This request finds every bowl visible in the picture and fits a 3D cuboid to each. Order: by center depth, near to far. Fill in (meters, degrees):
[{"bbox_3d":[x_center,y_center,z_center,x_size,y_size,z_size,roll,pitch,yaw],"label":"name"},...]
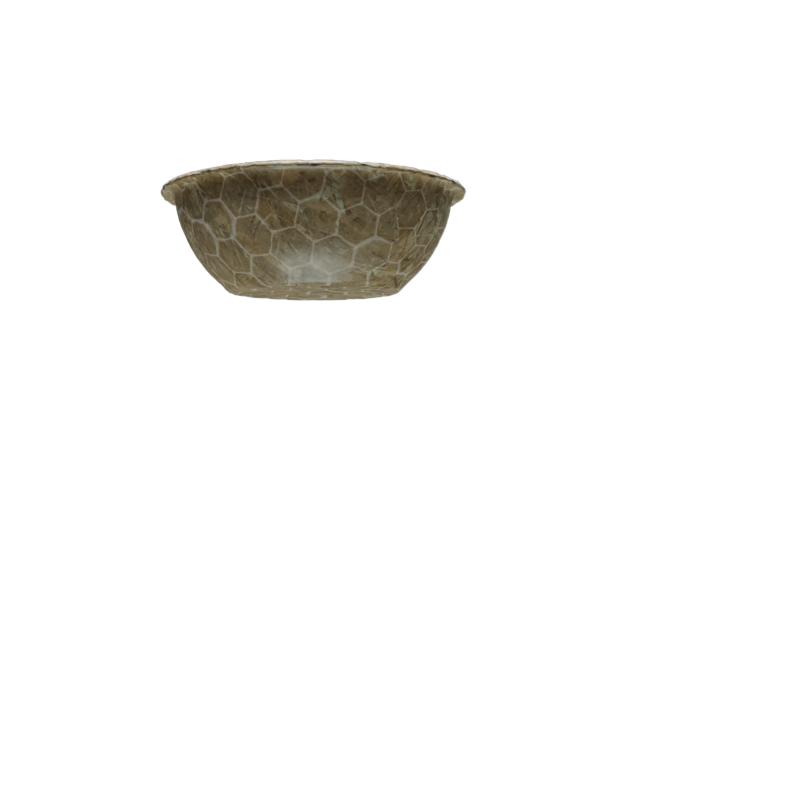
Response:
[{"bbox_3d":[-0.046,-0.084,0.588,0.162,0.056,0.161,0,-1,-2],"label":"bowl"}]
